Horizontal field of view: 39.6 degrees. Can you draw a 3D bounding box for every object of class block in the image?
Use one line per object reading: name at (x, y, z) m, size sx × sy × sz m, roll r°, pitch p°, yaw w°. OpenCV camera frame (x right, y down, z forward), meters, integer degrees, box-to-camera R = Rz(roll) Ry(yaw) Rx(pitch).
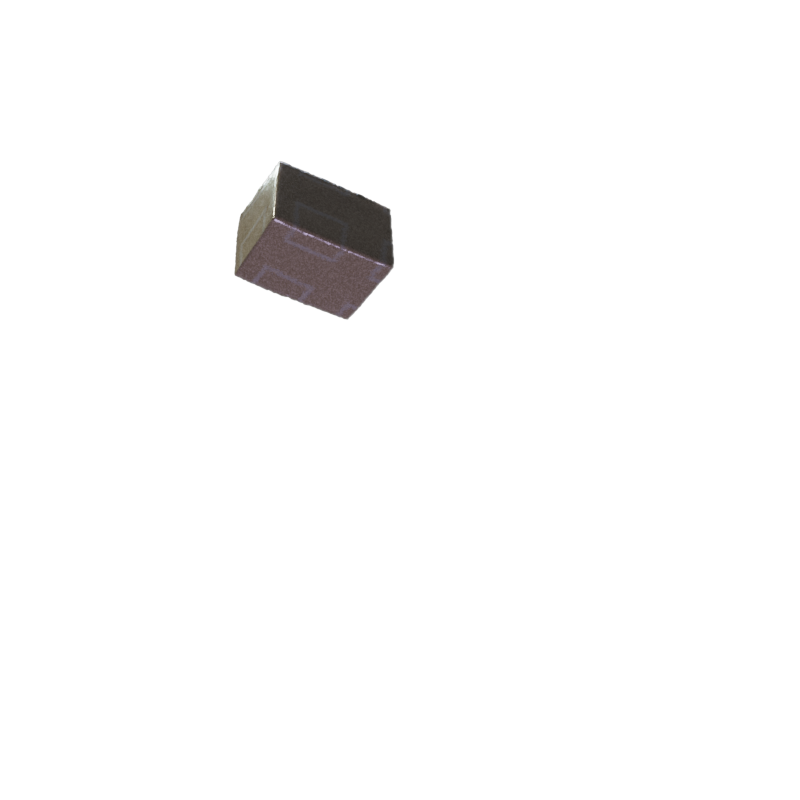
block at (-0.050, -0.091, 0.640) m, size 0.075 × 0.055 × 0.051 m, roll 21°, pitch -48°, yaw -23°
